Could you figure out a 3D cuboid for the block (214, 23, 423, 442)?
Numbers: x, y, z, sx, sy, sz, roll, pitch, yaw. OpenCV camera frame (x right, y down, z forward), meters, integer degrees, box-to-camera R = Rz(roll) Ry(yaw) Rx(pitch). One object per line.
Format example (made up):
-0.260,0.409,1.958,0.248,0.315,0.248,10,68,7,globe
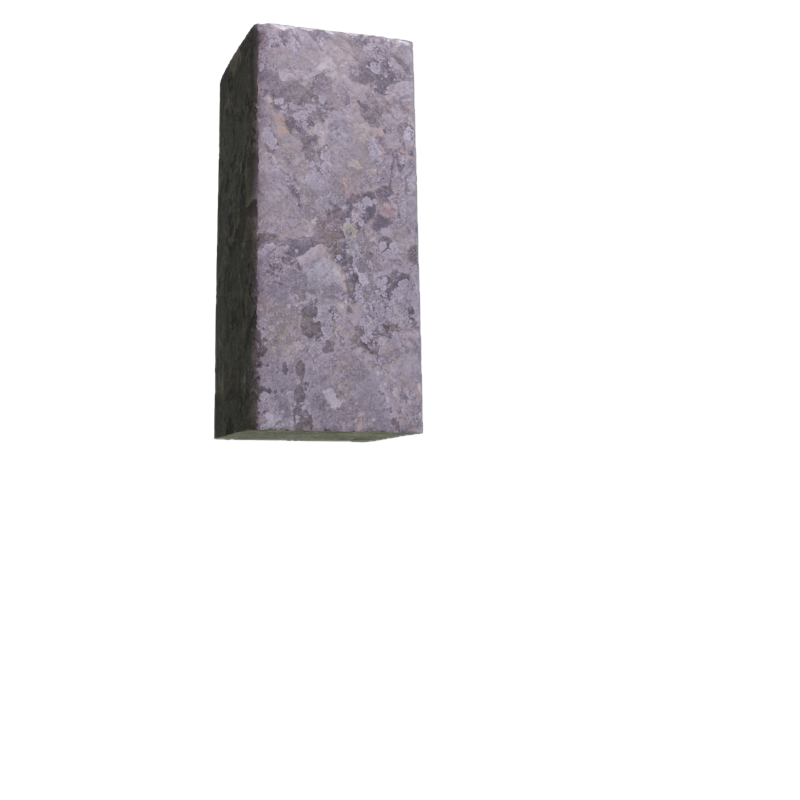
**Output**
-0.047,-0.085,0.593,0.088,0.213,0.090,3,-12,-19,block
